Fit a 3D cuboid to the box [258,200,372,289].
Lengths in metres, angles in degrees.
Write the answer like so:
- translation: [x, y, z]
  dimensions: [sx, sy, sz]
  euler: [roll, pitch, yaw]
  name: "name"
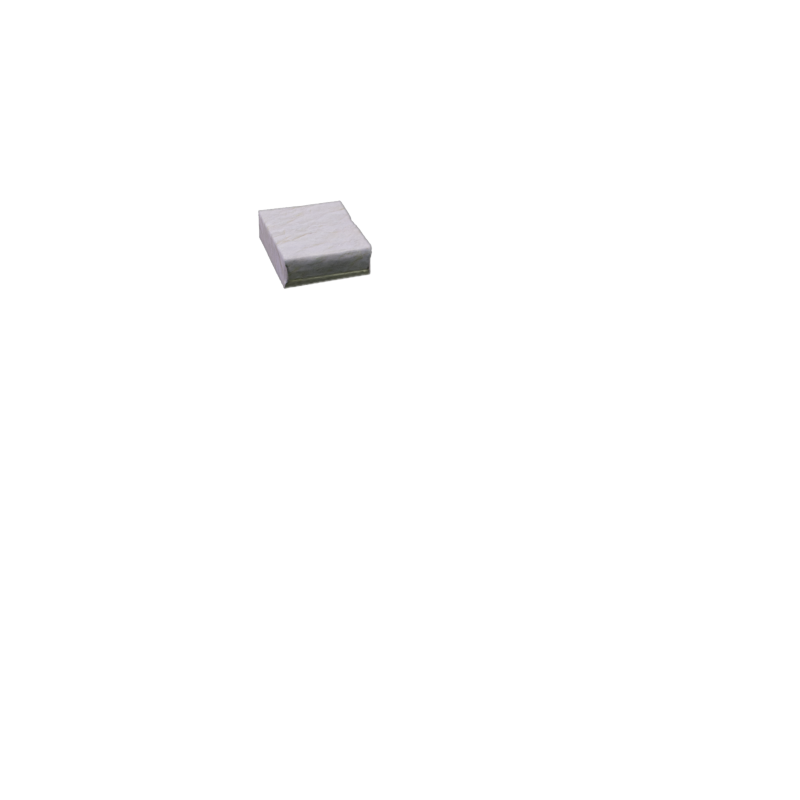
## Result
- translation: [-0.071, -0.129, 0.906]
  dimensions: [0.072, 0.028, 0.096]
  euler: [-10, 36, -15]
  name: "box"
